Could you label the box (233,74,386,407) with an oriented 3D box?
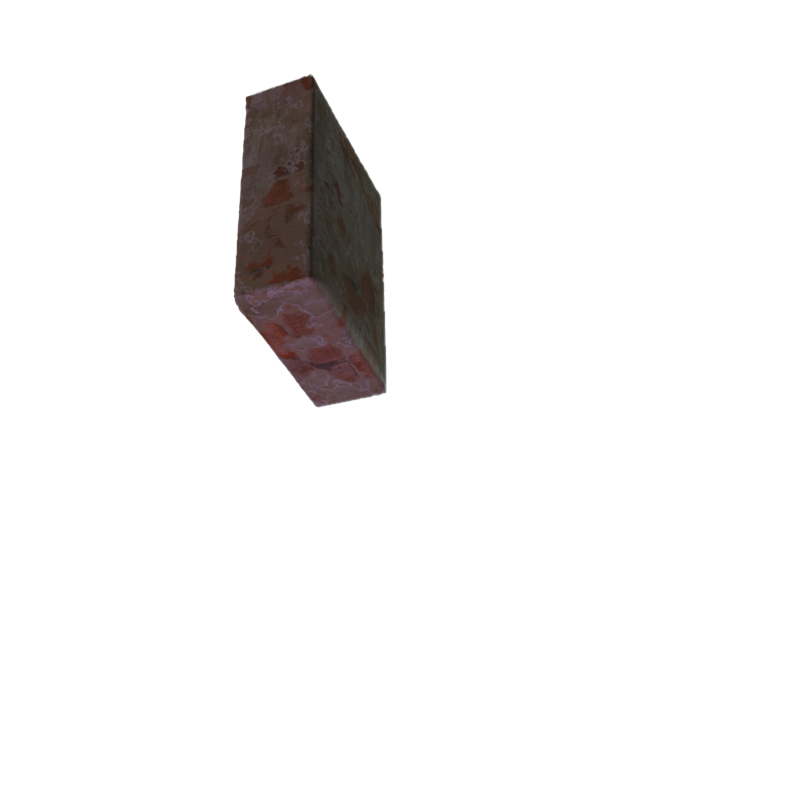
[{"bbox_3d":[-0.070,-0.128,0.900,0.072,0.229,0.151,-15,-38,15],"label":"box"}]
